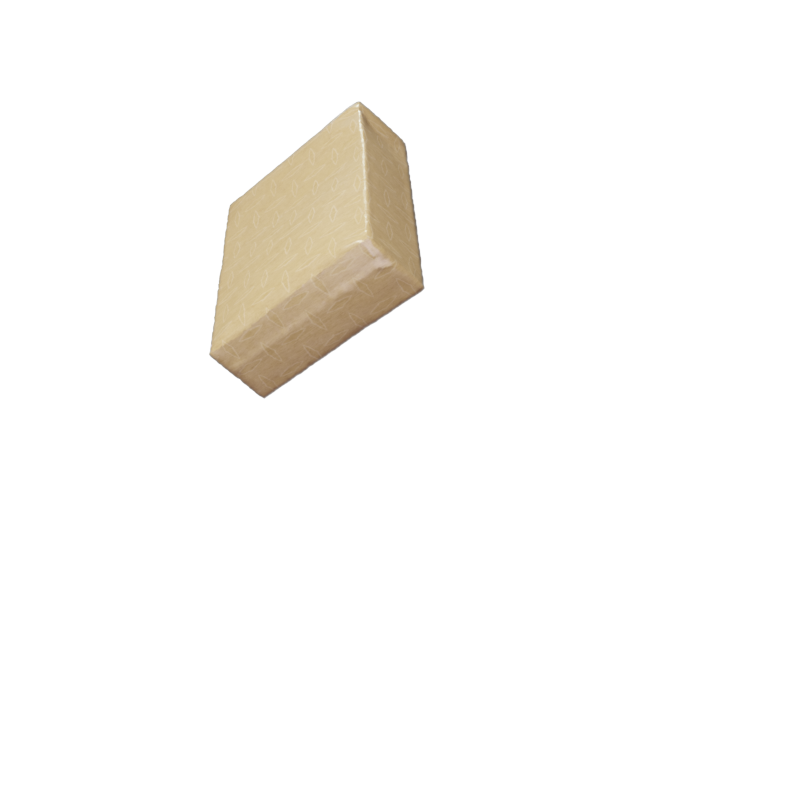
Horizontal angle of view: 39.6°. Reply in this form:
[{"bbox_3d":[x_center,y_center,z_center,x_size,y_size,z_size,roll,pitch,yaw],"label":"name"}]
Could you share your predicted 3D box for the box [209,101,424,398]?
[{"bbox_3d":[-0.071,-0.129,0.904,0.163,0.229,0.067,-34,-56,22],"label":"box"}]
